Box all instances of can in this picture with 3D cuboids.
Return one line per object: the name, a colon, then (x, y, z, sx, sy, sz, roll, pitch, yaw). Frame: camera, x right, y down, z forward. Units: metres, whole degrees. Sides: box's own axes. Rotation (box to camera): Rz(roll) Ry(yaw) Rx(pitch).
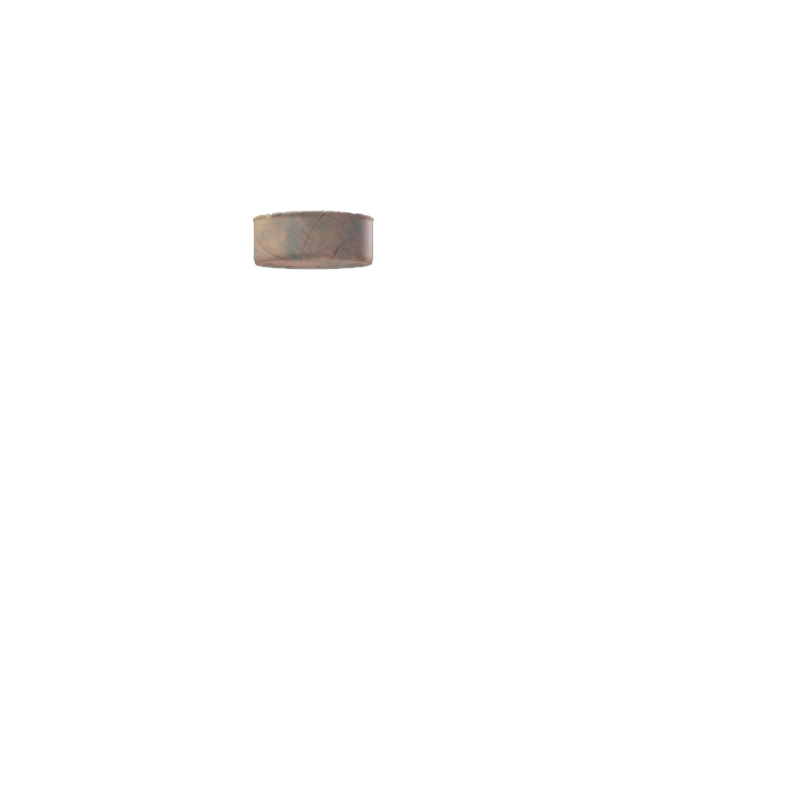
can: (-0.061, -0.112, 0.783, 0.086, 0.034, 0.086, 0, 1, -2)
